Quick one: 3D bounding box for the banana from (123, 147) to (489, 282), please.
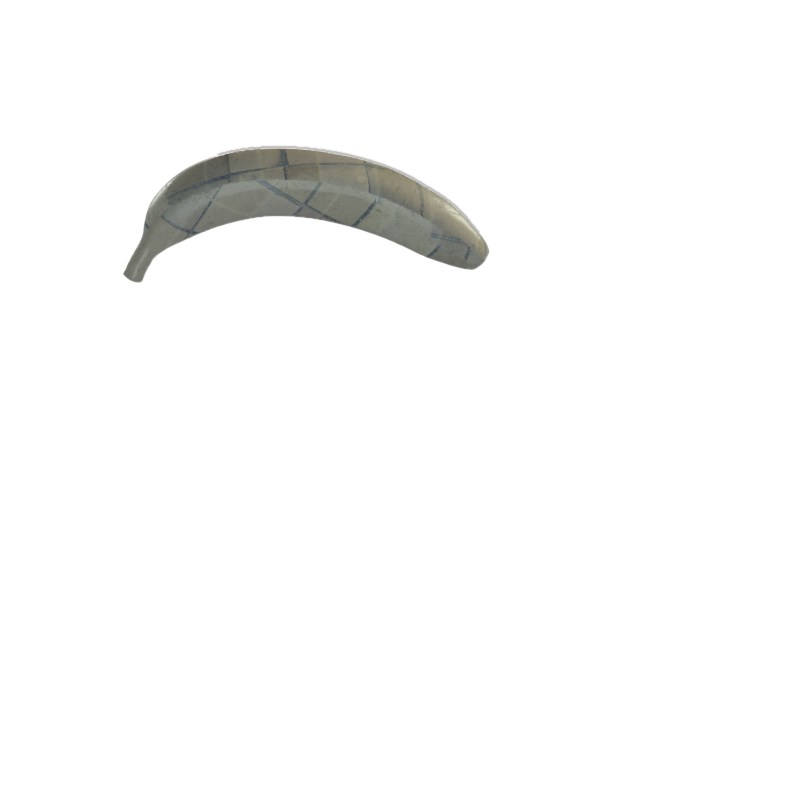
[{"bbox_3d":[-0.051,-0.103,0.598,0.198,0.066,0.039,-1,23,0],"label":"banana"}]
